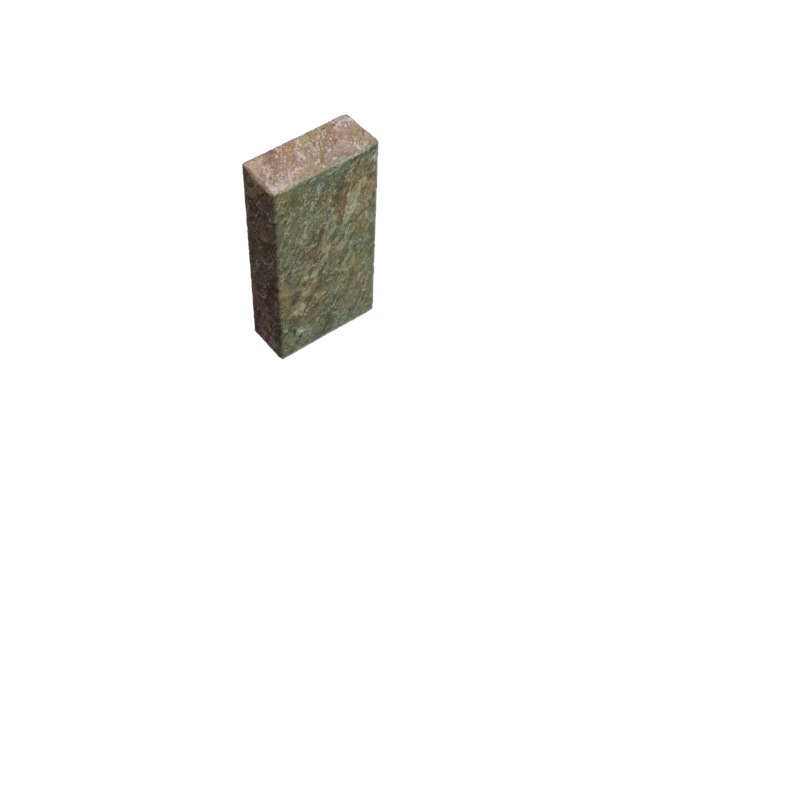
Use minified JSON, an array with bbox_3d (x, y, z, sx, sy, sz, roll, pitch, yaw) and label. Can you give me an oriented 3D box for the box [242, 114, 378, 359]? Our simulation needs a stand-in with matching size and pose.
[{"bbox_3d":[-0.064,-0.117,0.820,0.093,0.051,0.164,-31,-30,-25],"label":"box"}]
